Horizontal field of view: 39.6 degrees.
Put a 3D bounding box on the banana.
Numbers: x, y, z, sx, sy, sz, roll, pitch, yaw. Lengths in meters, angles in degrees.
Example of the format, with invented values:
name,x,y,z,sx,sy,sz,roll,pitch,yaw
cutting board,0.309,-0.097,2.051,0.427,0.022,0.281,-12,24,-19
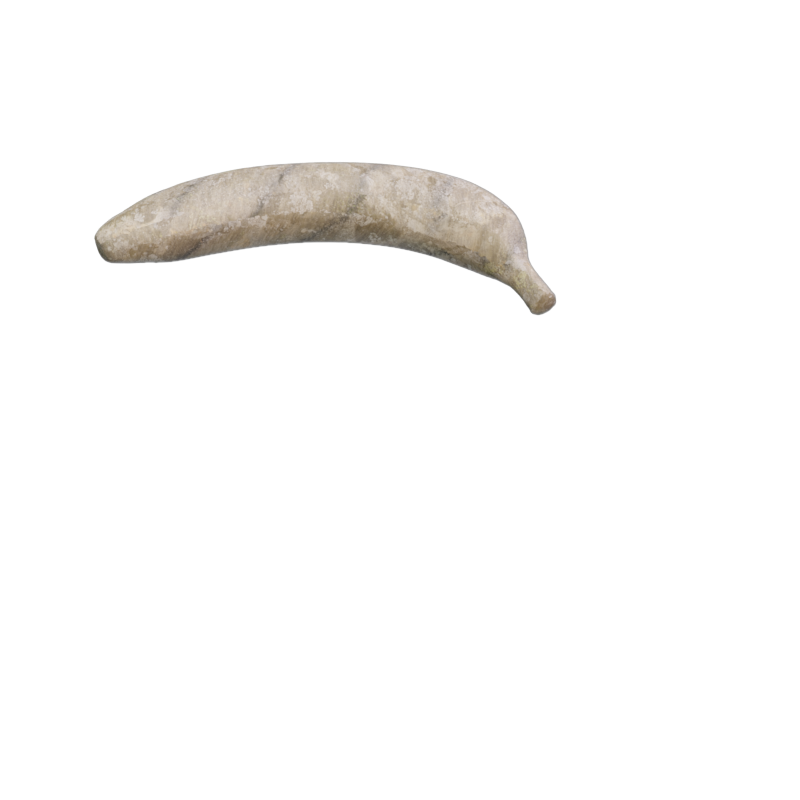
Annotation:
name,x,y,z,sx,sy,sz,roll,pitch,yaw
banana,-0.031,-0.079,0.487,0.200,0.034,0.073,6,37,7
